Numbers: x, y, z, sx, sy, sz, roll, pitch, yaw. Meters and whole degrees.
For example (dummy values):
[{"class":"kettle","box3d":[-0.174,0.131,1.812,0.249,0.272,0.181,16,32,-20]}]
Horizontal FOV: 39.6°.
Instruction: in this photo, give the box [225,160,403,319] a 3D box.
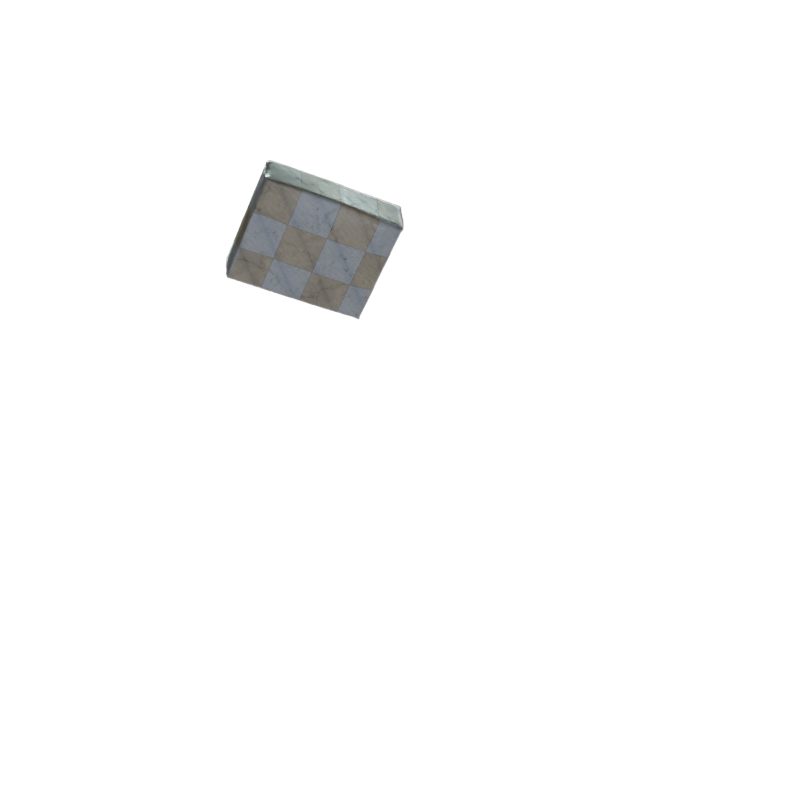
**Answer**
[{"class":"box","box3d":[-0.066,-0.120,0.840,0.111,0.086,0.041,20,29,-12]}]
